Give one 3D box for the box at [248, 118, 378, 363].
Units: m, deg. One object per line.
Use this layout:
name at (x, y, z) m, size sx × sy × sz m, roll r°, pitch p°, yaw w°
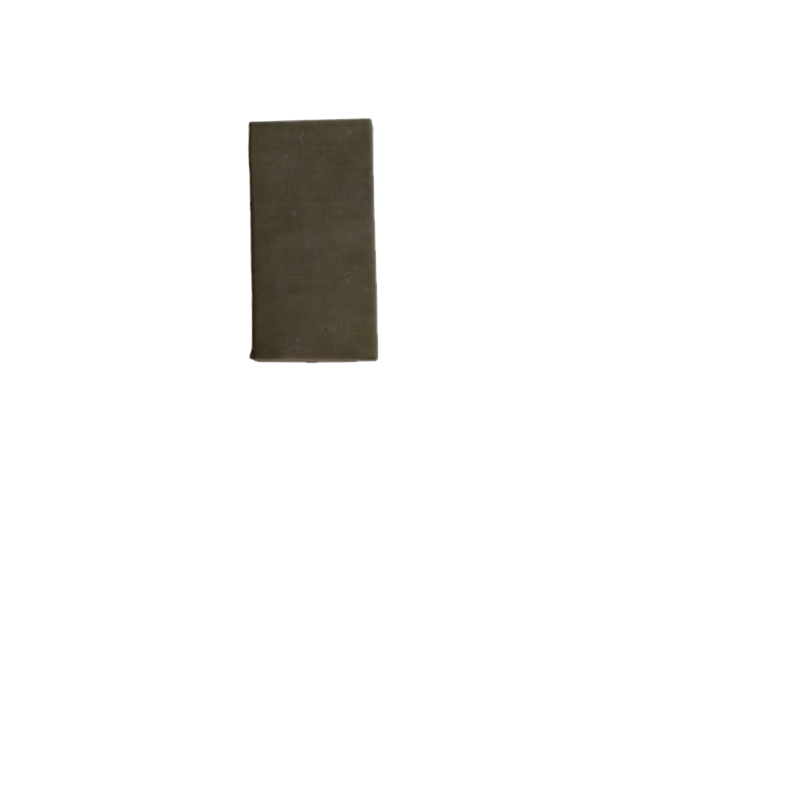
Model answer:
box at (-0.064, -0.116, 0.815) m, size 0.094 × 0.179 × 0.047 m, roll -1°, pitch -7°, yaw 3°
